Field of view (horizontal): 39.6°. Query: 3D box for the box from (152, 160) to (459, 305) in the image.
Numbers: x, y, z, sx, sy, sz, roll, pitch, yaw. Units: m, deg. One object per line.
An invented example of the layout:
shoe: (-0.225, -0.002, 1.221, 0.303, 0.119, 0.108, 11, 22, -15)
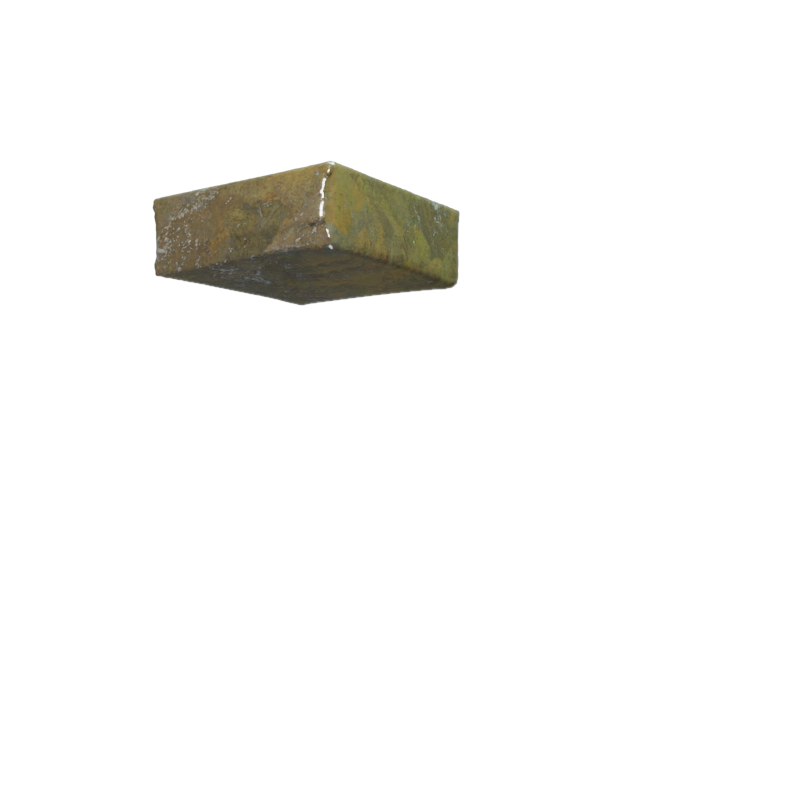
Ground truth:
box: (-0.038, -0.069, 0.481, 0.092, 0.040, 0.108, -4, -7, 31)
